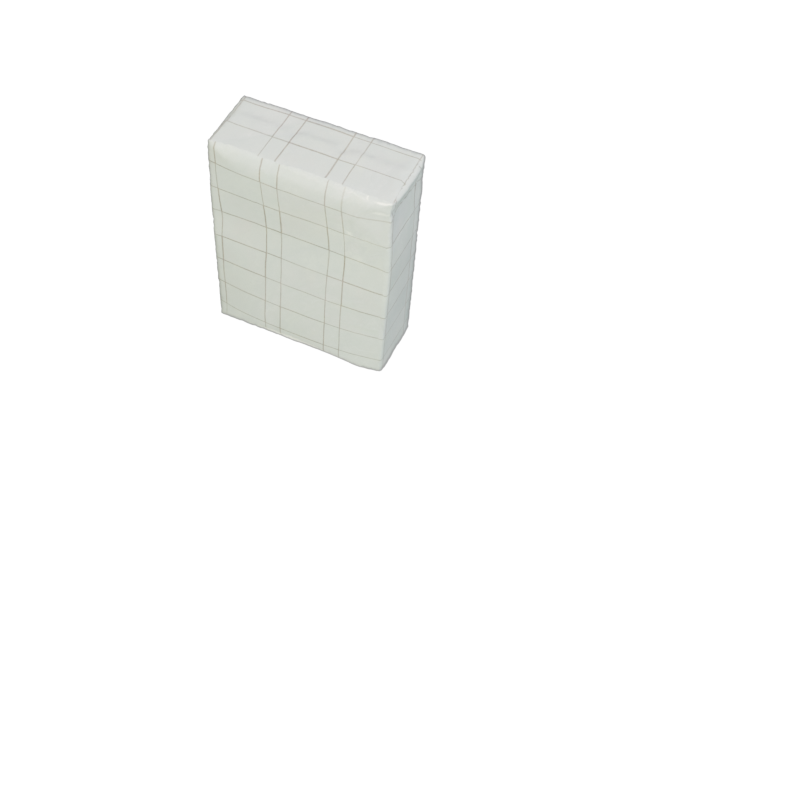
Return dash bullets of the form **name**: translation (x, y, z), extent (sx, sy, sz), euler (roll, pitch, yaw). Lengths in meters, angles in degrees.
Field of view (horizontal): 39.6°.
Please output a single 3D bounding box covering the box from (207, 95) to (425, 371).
- **box**: translation (-0.073, -0.133, 0.935), extent (0.170, 0.074, 0.199), euler (22, -36, 15)
